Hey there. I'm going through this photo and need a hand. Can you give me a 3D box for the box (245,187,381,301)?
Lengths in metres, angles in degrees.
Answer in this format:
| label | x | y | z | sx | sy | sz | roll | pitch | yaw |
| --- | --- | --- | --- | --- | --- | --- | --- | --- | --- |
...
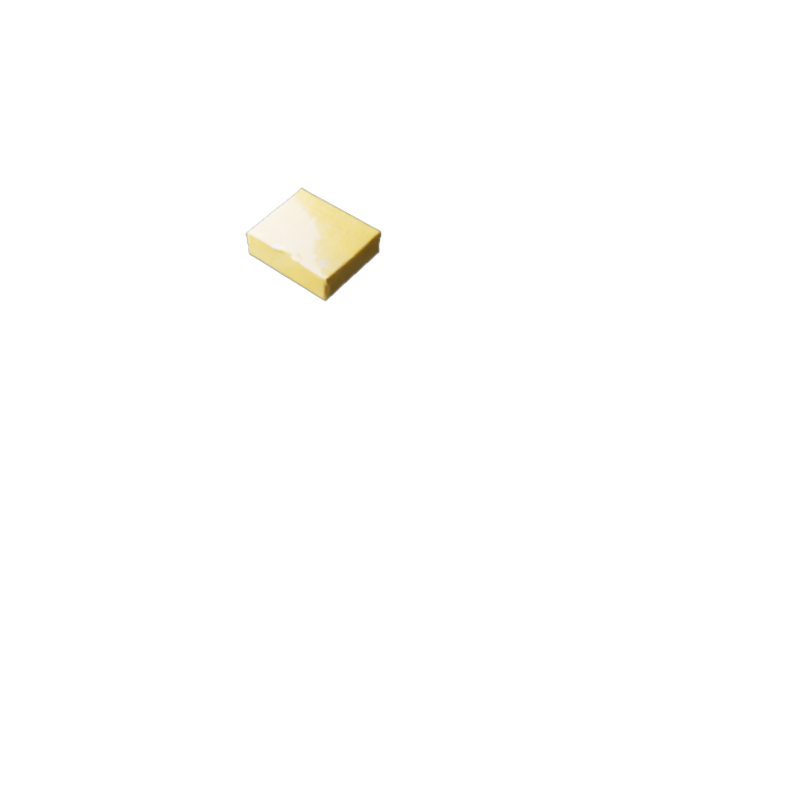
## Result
| label | x | y | z | sx | sy | sz | roll | pitch | yaw |
| --- | --- | --- | --- | --- | --- | --- | --- | --- | --- |
| box | -0.073 | -0.133 | 0.928 | 0.094 | 0.028 | 0.074 | 32 | 56 | 24 |
